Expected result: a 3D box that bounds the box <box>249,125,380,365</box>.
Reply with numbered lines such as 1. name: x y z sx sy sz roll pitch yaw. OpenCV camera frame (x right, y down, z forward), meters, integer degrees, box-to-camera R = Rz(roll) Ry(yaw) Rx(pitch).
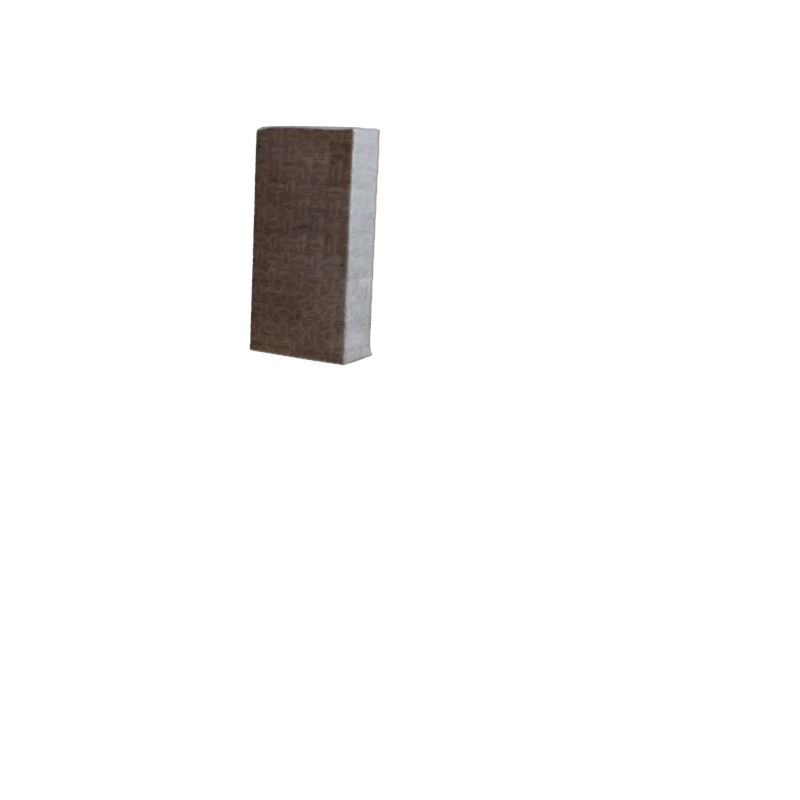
1. box: -0.067 -0.121 0.850 0.097 0.173 0.047 6 9 32
